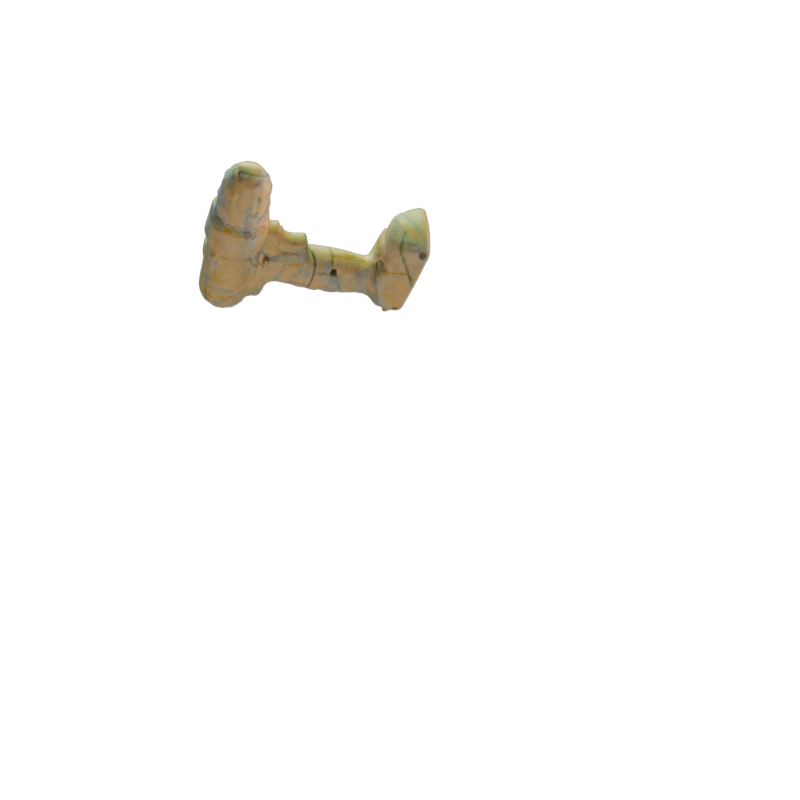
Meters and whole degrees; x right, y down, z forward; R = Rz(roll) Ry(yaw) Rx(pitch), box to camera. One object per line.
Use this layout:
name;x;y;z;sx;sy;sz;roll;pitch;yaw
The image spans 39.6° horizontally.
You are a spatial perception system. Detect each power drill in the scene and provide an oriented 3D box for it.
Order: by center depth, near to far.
power drill;-0.074;-0.135;0.945;0.184;0.061;0.177;6;-27;-12
